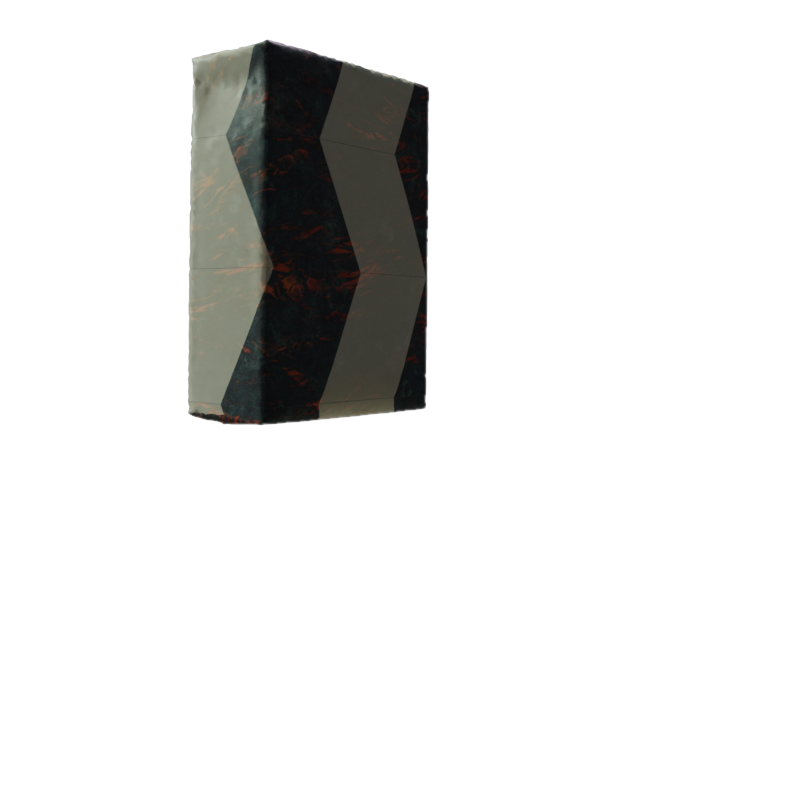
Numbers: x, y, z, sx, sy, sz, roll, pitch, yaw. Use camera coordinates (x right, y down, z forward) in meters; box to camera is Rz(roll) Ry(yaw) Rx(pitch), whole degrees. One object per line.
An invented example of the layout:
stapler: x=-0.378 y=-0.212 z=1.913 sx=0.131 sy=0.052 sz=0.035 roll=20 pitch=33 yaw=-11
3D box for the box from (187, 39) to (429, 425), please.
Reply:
box: x=-0.054 y=-0.098 z=0.684 sx=0.074 sy=0.216 sz=0.157 roll=-3 pitch=-2 yaw=36
